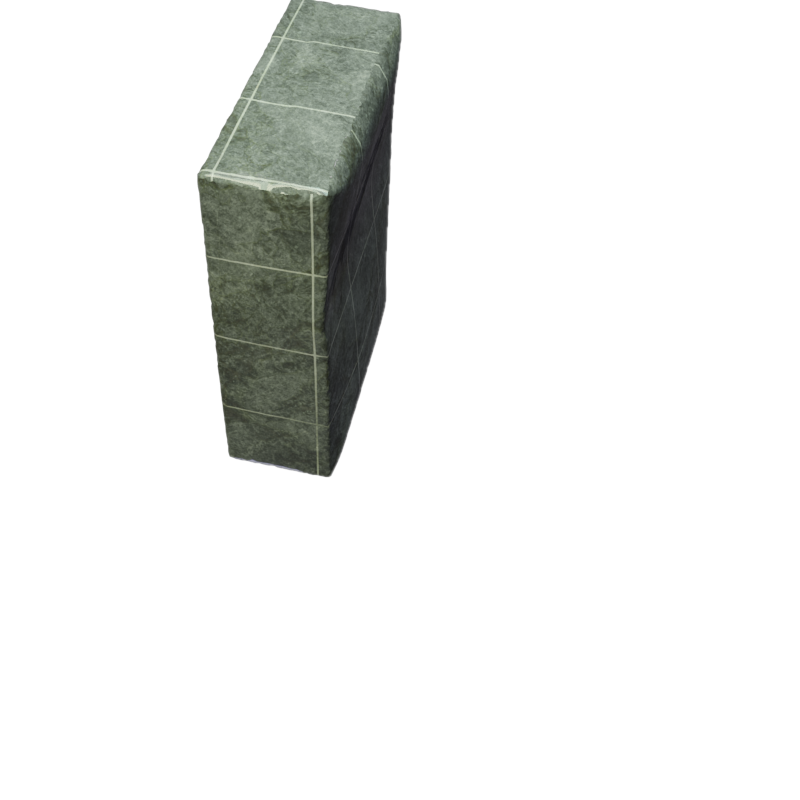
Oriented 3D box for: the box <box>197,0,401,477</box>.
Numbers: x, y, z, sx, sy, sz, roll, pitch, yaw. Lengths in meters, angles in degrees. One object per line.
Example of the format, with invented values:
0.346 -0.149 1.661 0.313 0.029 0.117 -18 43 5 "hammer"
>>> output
-0.049 -0.088 0.620 0.073 0.174 0.199 10 -43 5 "box"
